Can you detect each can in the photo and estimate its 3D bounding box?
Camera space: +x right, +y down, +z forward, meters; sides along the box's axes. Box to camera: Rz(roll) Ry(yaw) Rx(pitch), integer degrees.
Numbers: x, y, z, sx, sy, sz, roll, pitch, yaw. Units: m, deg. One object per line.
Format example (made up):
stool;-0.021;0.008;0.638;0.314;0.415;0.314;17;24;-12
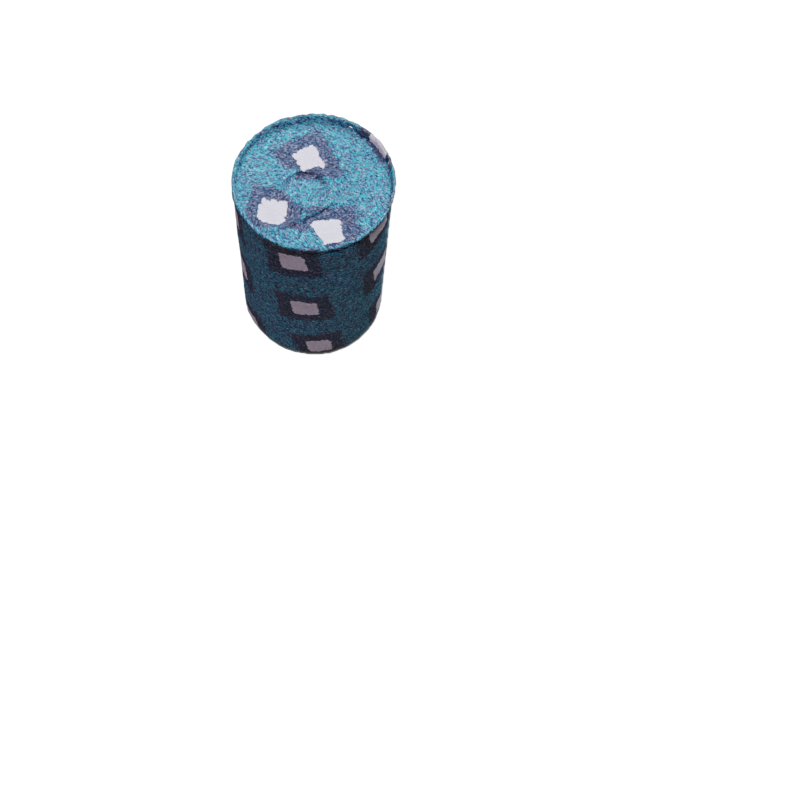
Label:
can;-0.039;-0.071;0.498;0.068;0.073;0.096;0;-26;-3
